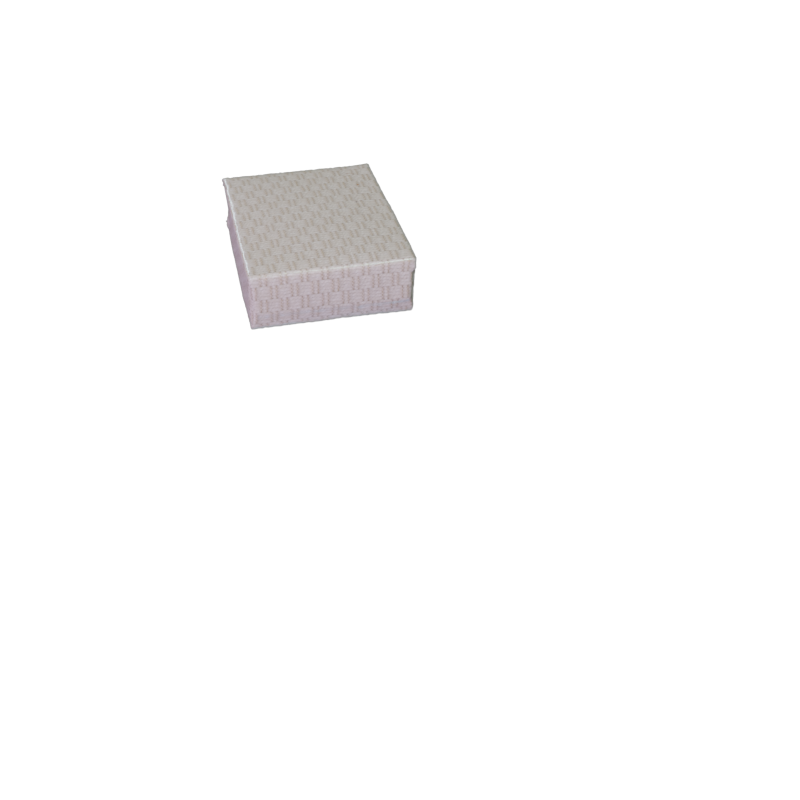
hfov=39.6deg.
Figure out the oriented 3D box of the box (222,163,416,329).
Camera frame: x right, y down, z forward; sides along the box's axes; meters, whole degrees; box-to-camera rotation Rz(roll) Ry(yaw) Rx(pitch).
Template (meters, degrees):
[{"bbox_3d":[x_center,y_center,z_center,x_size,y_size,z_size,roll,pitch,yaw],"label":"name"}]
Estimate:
[{"bbox_3d":[-0.049,-0.089,0.622,0.089,0.036,0.122,-7,36,-11],"label":"box"}]
